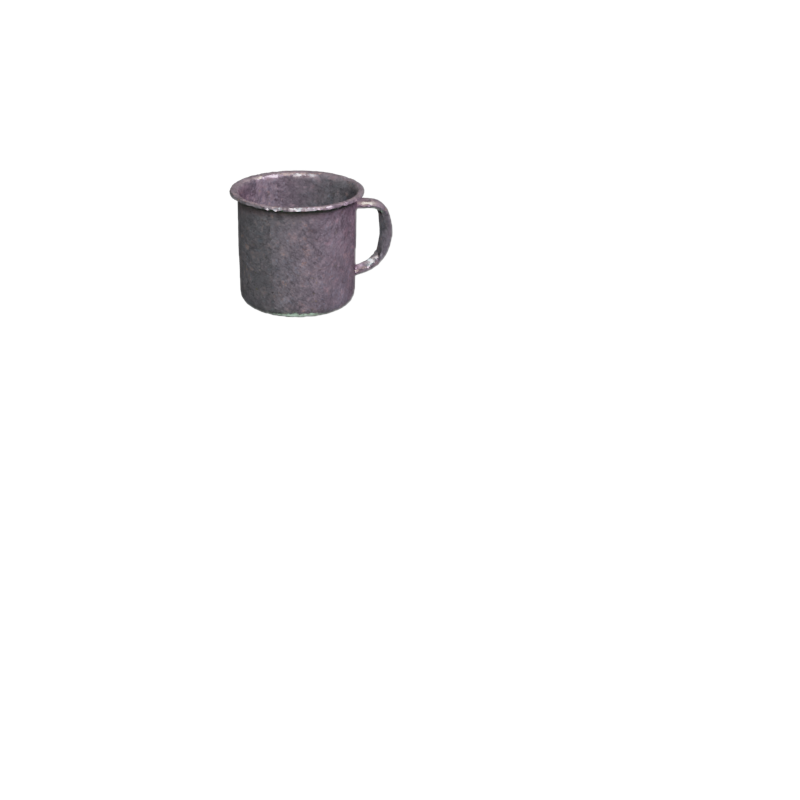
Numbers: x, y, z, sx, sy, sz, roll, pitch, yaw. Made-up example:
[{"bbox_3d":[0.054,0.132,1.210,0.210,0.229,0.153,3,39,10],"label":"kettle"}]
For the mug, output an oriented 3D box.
[{"bbox_3d":[-0.061,-0.111,0.779,0.115,0.078,0.100,-10,26,-21],"label":"mug"}]
